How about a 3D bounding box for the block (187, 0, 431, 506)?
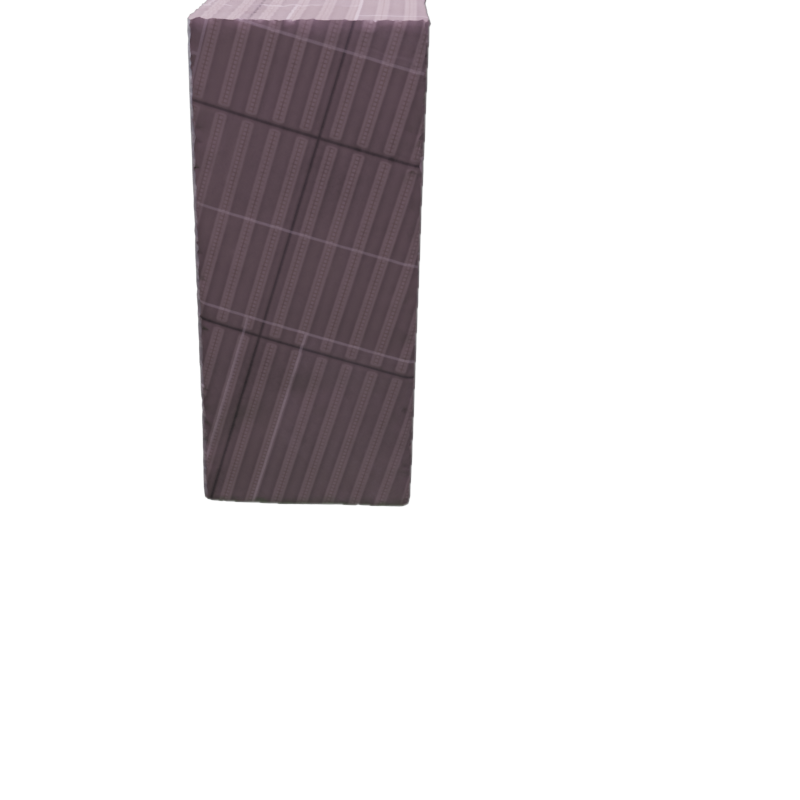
[{"bbox_3d":[-0.037,-0.068,0.476,0.090,0.197,0.095,2,22,1],"label":"block"}]
